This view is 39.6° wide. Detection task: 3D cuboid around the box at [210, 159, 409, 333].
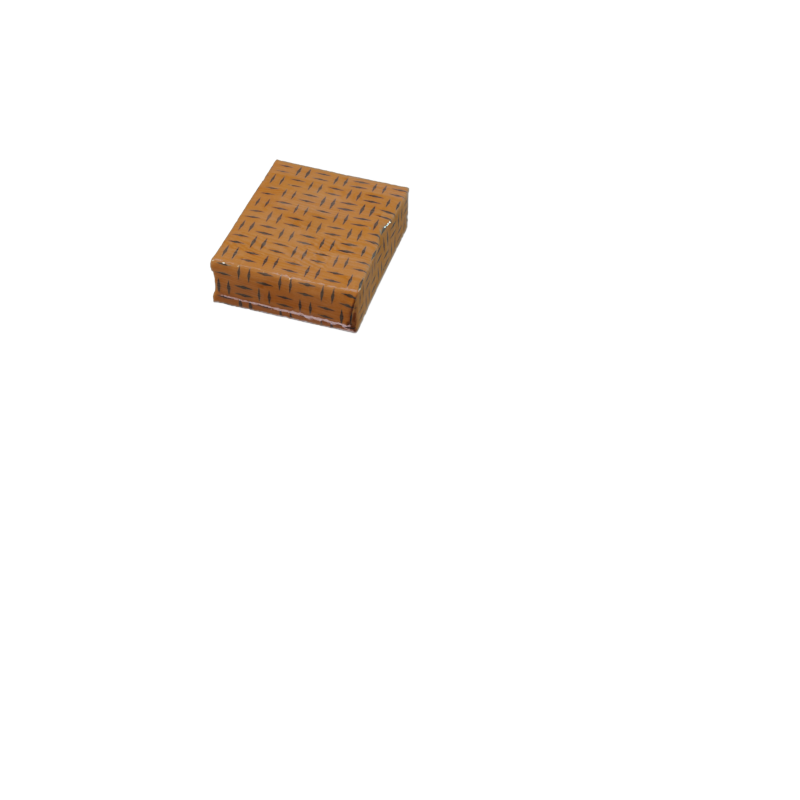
[{"bbox_3d":[-0.042,-0.077,0.542,0.075,0.028,0.093,13,45,13],"label":"box"}]
